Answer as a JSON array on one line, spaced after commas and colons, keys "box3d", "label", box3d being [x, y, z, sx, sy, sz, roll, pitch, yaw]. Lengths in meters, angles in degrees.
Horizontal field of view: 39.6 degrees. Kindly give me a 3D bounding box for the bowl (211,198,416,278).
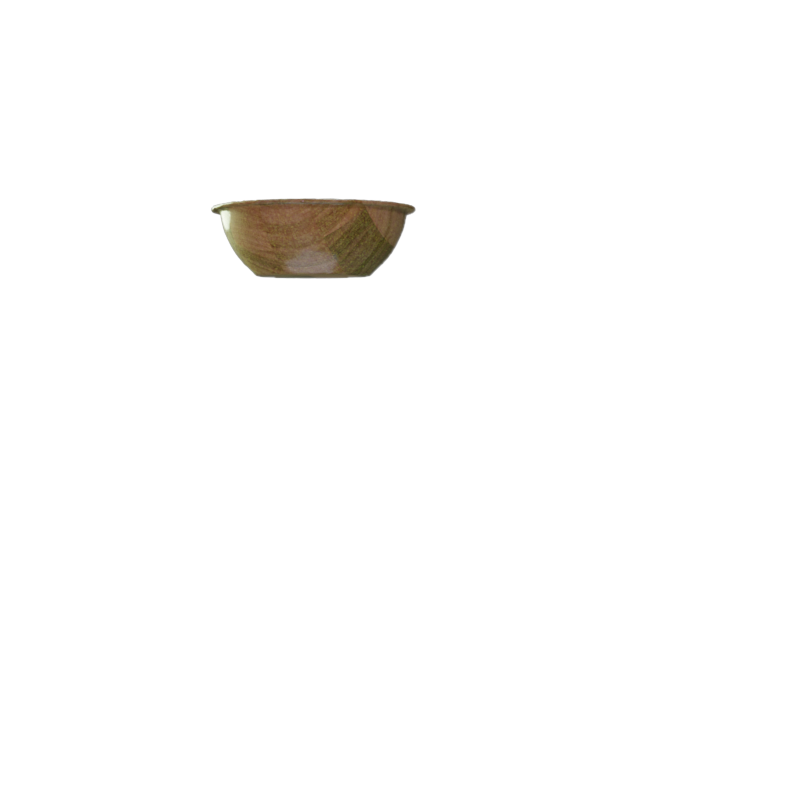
[{"box3d": [-0.068, -0.125, 0.874, 0.162, 0.055, 0.162, 0, 3, -2], "label": "bowl"}]
